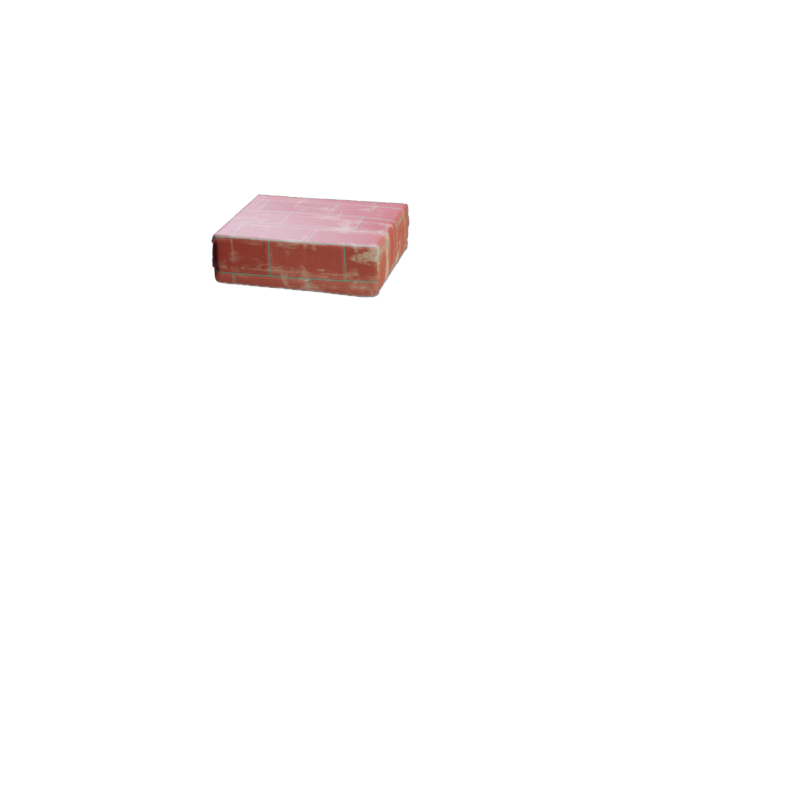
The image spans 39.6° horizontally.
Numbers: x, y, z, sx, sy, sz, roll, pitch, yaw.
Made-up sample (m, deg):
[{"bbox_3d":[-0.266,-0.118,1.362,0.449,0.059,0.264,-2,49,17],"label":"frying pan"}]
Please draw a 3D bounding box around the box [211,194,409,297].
[{"bbox_3d":[-0.058,-0.106,0.740,0.116,0.037,0.093,7,28,13],"label":"box"}]
